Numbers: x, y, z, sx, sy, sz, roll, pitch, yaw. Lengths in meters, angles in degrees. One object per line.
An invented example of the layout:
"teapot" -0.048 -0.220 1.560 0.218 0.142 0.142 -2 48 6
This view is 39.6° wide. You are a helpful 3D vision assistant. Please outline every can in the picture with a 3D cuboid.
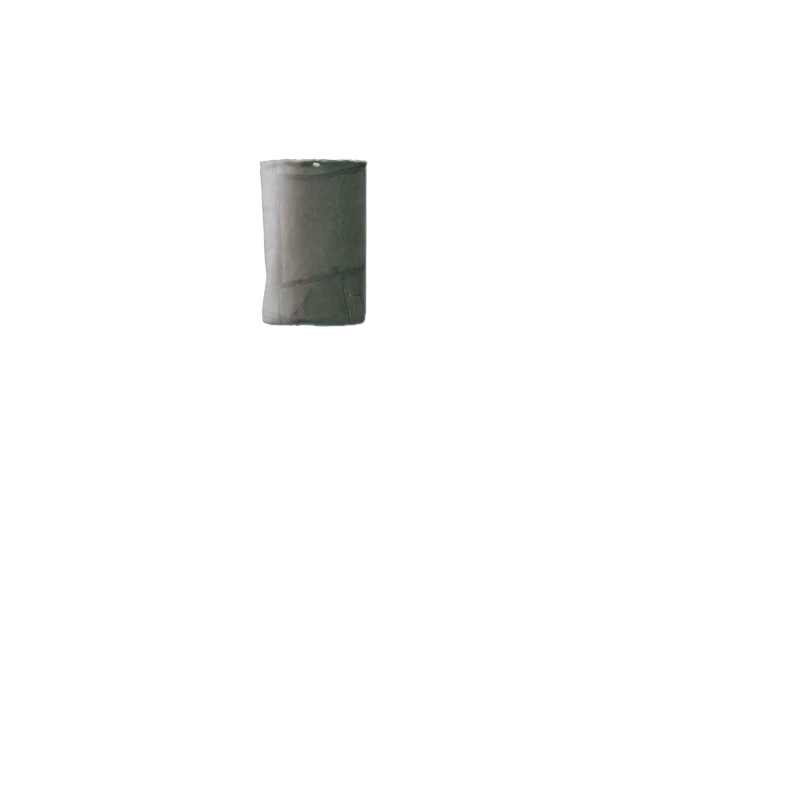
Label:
"can" -0.055 -0.100 0.700 0.068 0.102 0.069 0 4 -2
